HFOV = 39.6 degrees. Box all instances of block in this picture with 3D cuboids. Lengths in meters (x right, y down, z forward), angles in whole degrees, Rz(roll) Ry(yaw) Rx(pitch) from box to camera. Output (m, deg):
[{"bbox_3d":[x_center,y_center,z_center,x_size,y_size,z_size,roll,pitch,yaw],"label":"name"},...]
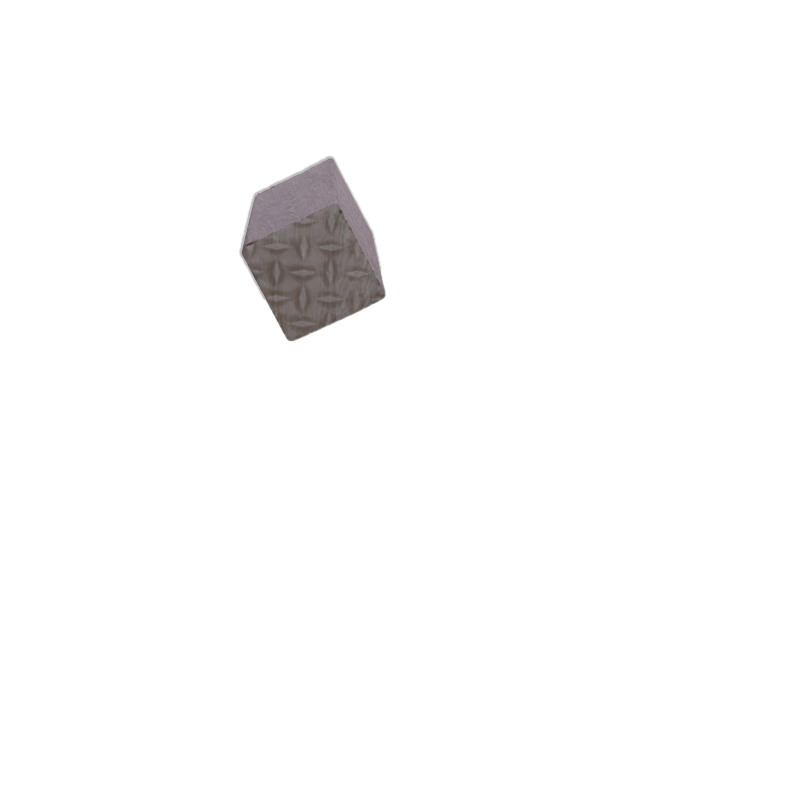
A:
[{"bbox_3d":[-0.077,-0.139,0.980,0.090,0.087,0.215,-26,21,6],"label":"block"}]
